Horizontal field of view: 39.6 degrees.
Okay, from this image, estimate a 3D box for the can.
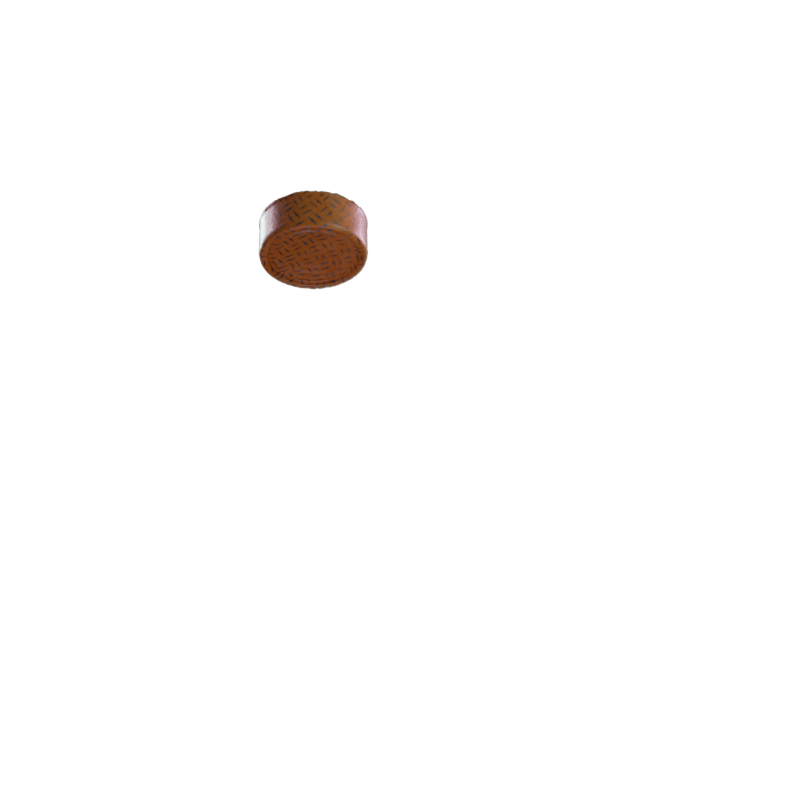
[{"bbox_3d":[-0.068,-0.123,0.863,0.086,0.036,0.080,1,-33,-2],"label":"can"}]
